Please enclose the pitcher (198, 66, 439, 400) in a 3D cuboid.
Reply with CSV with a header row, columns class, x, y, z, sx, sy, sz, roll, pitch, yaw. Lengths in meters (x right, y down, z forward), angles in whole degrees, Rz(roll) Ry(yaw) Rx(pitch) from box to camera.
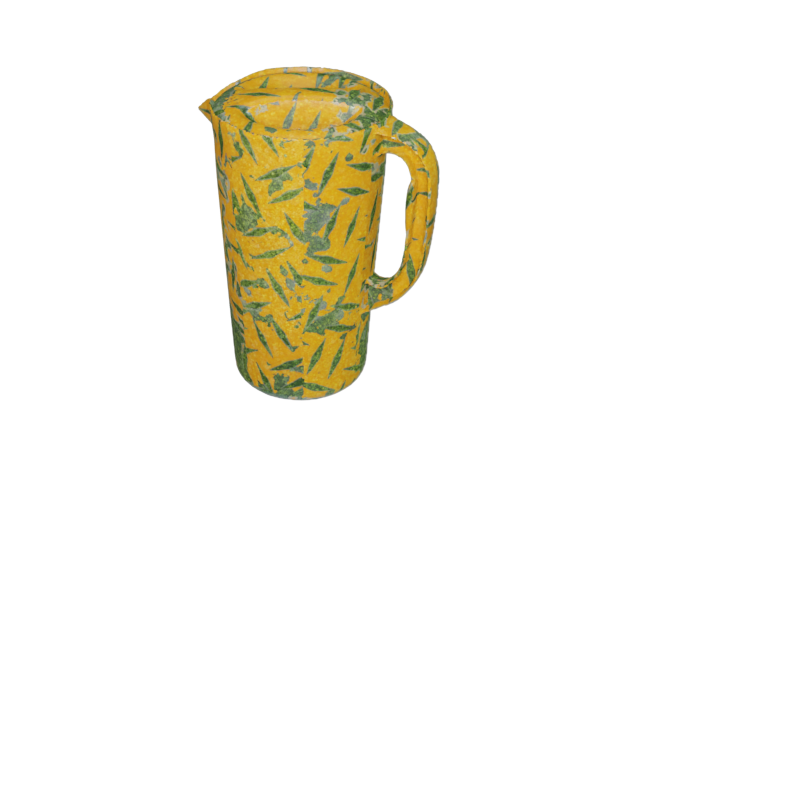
class,x,y,z,sx,sy,sz,roll,pitch,yaw
pitcher,-0.066,-0.121,0.847,0.143,0.228,0.161,-11,36,-20
